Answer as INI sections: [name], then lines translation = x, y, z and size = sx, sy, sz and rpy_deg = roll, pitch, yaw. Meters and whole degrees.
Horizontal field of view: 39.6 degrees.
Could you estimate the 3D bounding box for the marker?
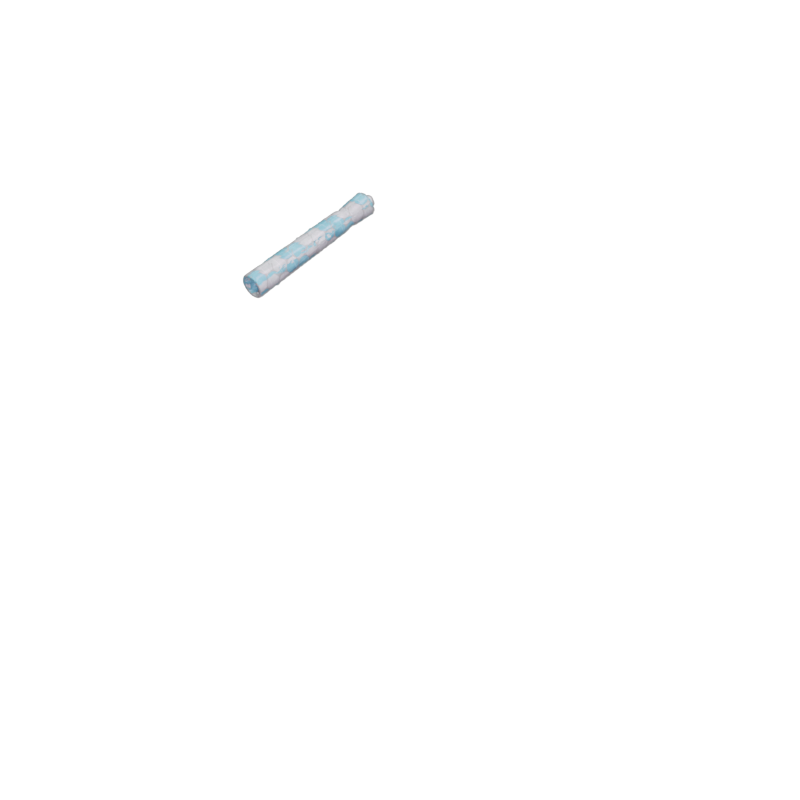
[marker]
translation = -0.061, -0.112, 0.785
size = 0.122, 0.019, 0.021
rpy_deg = -41, 27, -30
